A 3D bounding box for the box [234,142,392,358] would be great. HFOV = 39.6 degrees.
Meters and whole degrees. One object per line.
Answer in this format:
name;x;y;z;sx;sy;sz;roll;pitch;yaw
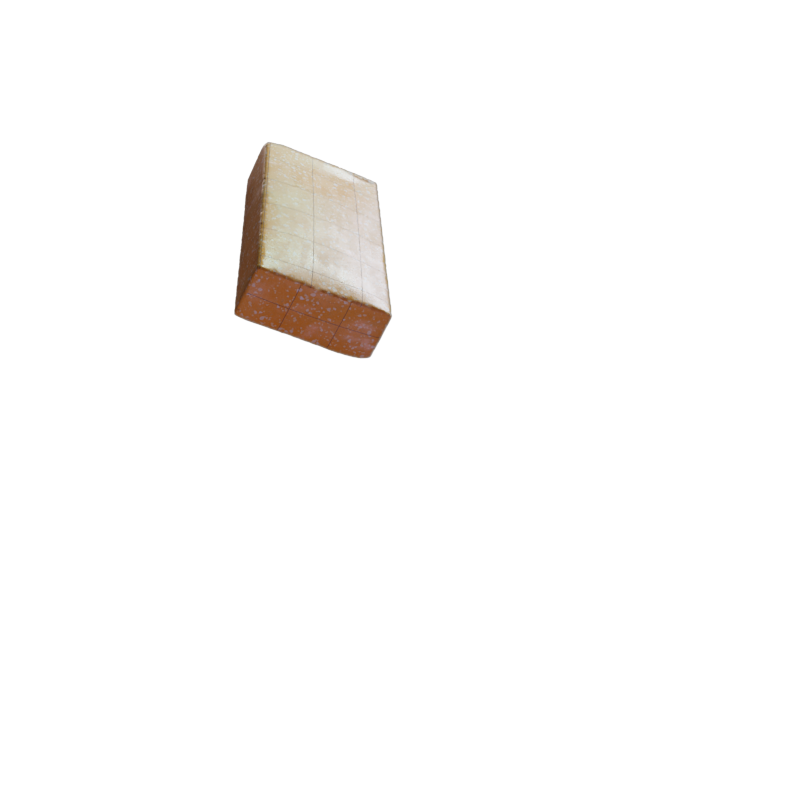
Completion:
box;-0.059;-0.108;0.751;0.091;0.046;0.189;18;35;-17
